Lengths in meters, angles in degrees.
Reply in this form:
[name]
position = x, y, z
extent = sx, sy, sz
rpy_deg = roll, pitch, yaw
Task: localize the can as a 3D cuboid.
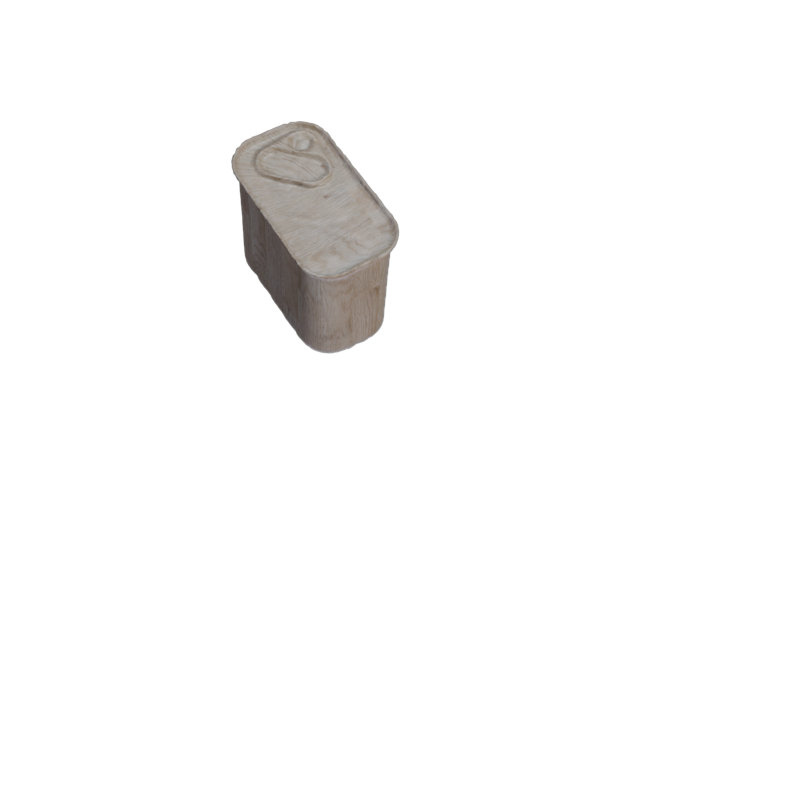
[can]
position = -0.047, -0.086, 0.605
extent = 0.057, 0.109, 0.078
rpy_deg = -26, -28, -17
